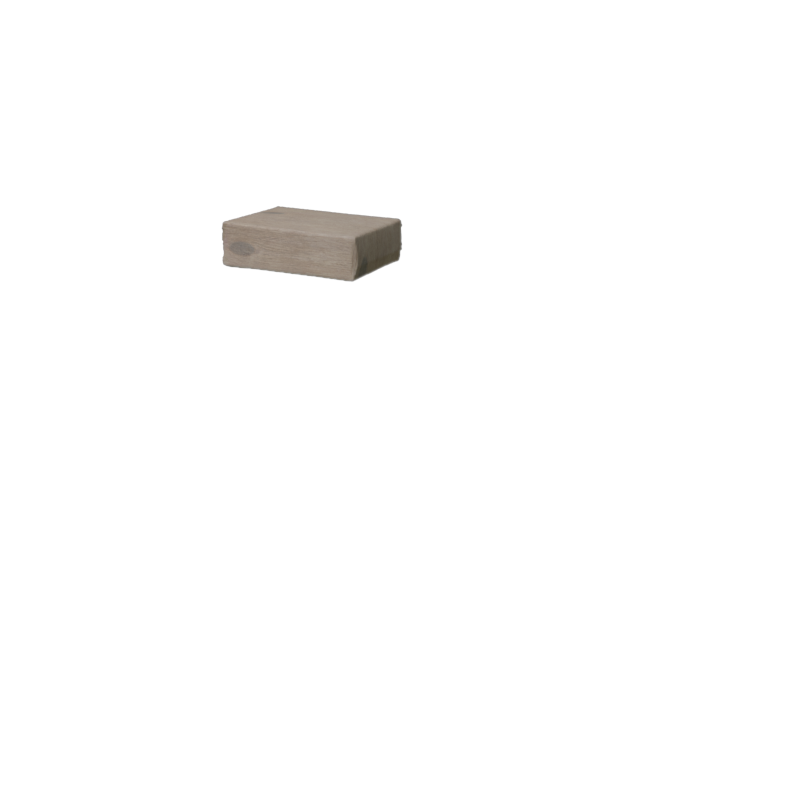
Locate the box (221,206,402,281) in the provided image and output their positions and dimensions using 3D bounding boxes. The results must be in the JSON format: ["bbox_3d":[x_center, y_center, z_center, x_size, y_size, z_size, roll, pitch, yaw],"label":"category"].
[{"bbox_3d":[-0.066,-0.121,0.848,0.117,0.038,0.089,7,17,23],"label":"box"}]
